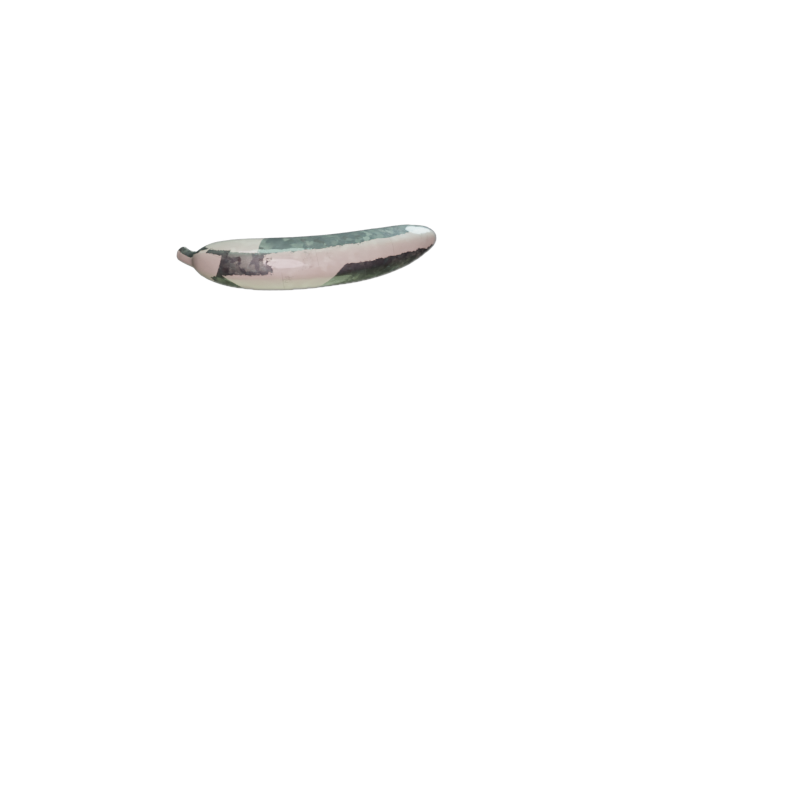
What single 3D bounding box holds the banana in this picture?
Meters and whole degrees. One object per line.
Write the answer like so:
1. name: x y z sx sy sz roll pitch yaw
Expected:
1. banana: -0.066 -0.108 0.815 0.196 0.035 0.074 -3 32 -5
